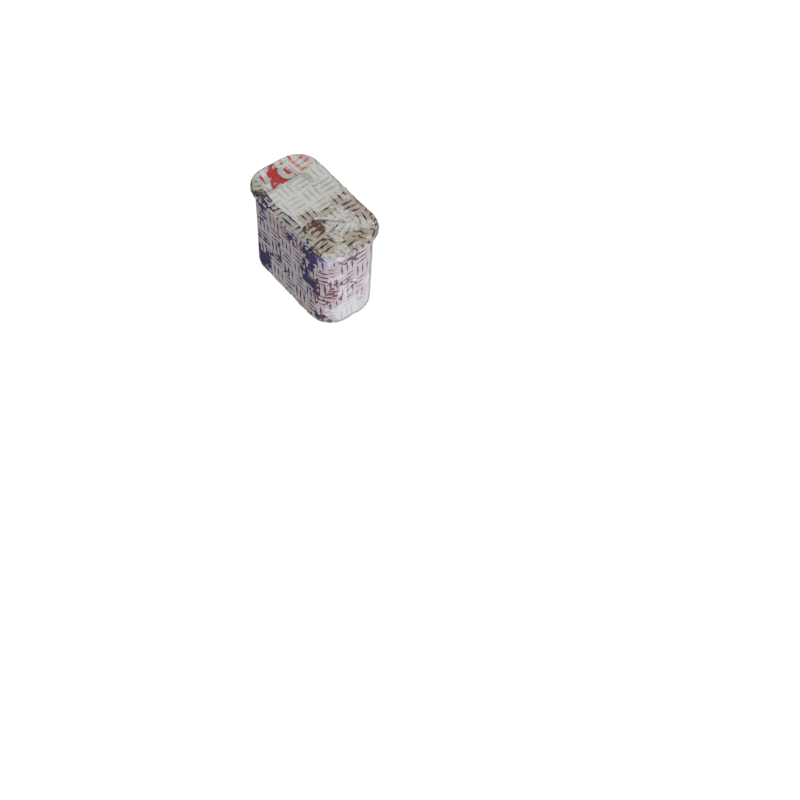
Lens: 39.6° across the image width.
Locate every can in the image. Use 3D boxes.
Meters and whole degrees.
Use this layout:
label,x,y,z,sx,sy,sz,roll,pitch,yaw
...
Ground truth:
label,x,y,z,sx,sy,sz,roll,pitch,yaw
can,-0.064,-0.117,0.820,0.058,0.109,0.078,-31,-29,-22
